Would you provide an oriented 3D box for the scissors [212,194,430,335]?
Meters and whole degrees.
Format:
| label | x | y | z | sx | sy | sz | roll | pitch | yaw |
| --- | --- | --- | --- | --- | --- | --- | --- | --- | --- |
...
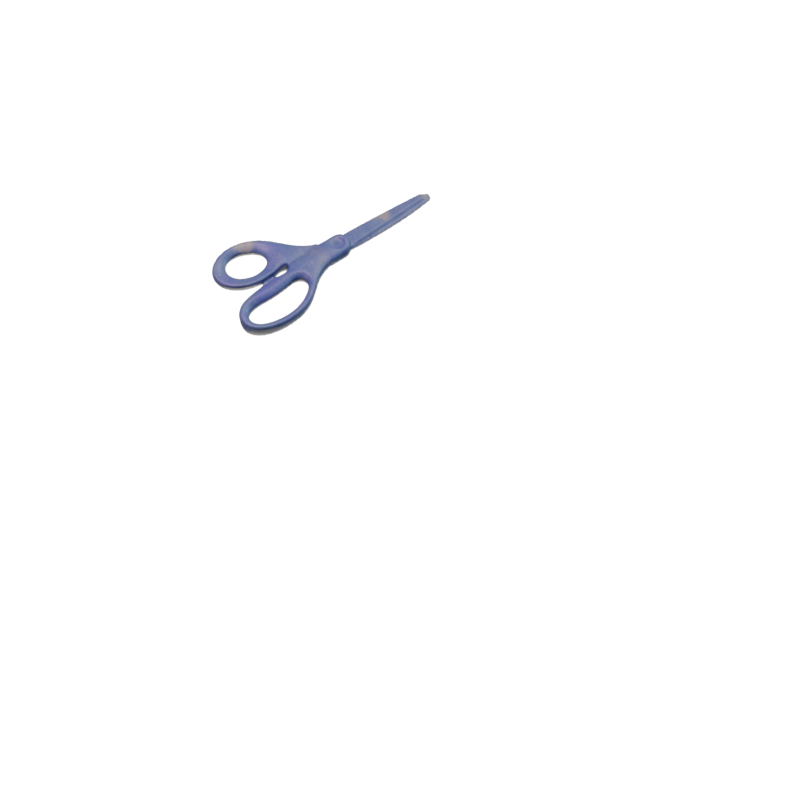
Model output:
| label | x | y | z | sx | sy | sz | roll | pitch | yaw |
| --- | --- | --- | --- | --- | --- | --- | --- | --- | --- |
| scissors | -0.071 | -0.130 | 0.907 | 0.101 | 0.206 | 0.015 | 30 | -32 | 21 |
